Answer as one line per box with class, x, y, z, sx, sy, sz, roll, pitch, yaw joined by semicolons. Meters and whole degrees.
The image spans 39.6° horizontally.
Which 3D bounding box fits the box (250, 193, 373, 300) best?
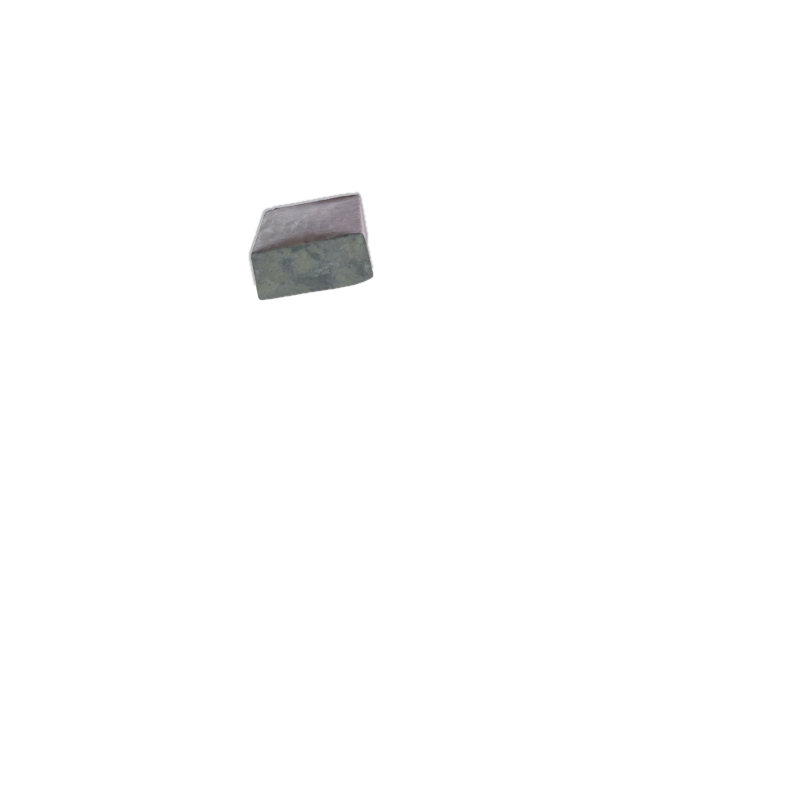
box;-0.074;-0.135;0.944;0.093;0.046;0.184;-10;22;0
